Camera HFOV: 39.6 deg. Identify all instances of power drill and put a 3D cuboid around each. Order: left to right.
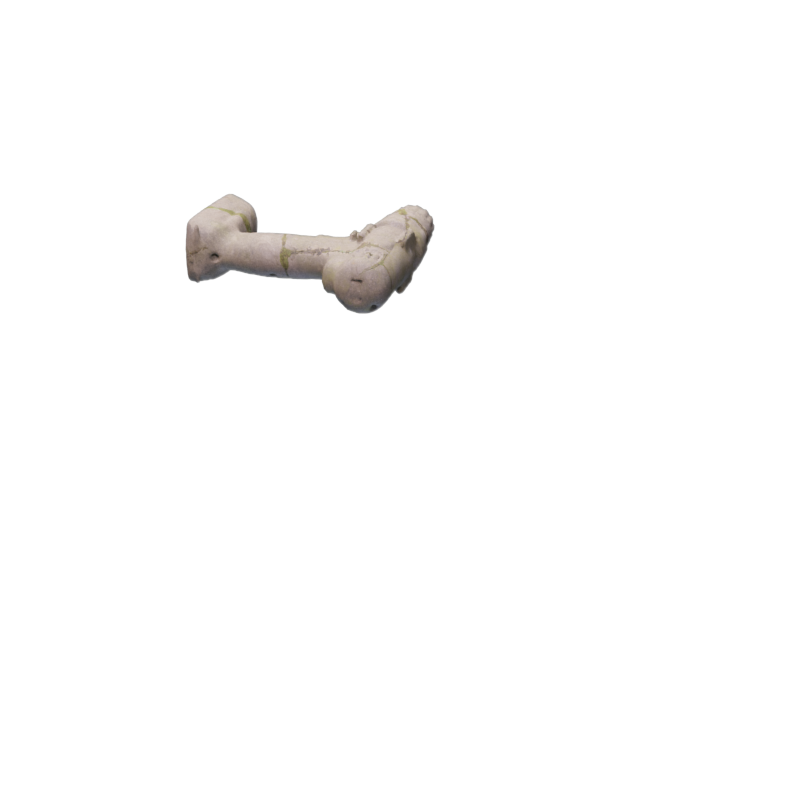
[{"bbox_3d":[-0.074,-0.135,0.942,0.193,0.055,0.188,7,25,16],"label":"power drill"}]
